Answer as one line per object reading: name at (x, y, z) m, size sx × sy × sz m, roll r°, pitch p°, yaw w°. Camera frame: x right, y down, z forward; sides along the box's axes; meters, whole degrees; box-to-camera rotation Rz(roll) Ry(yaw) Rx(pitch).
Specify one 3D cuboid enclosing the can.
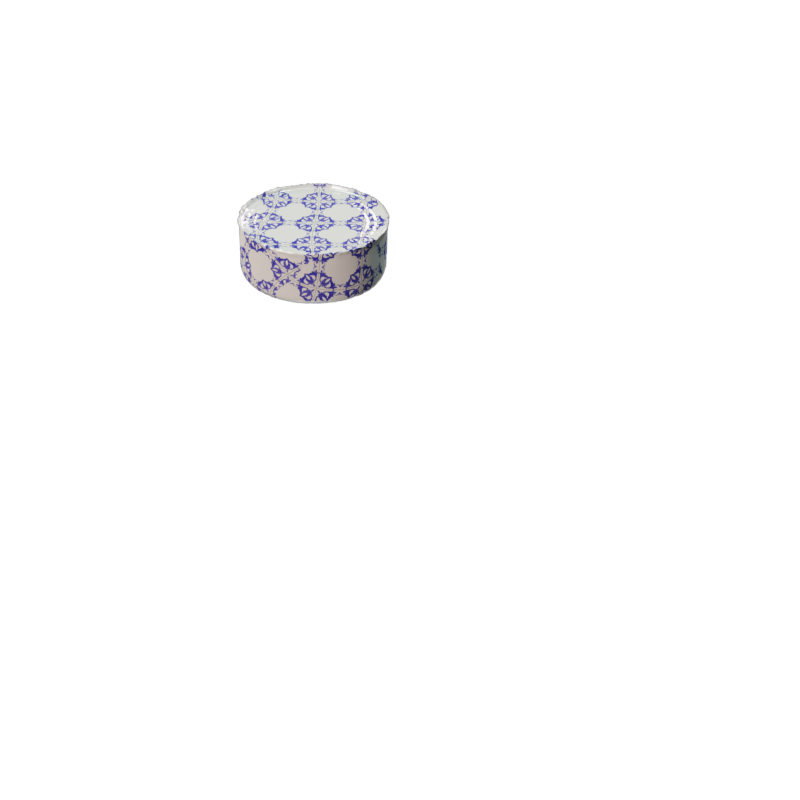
can at (-0.050, -0.090, 0.633) m, size 0.086 × 0.031 × 0.092 m, roll -1°, pitch 35°, yaw -2°
